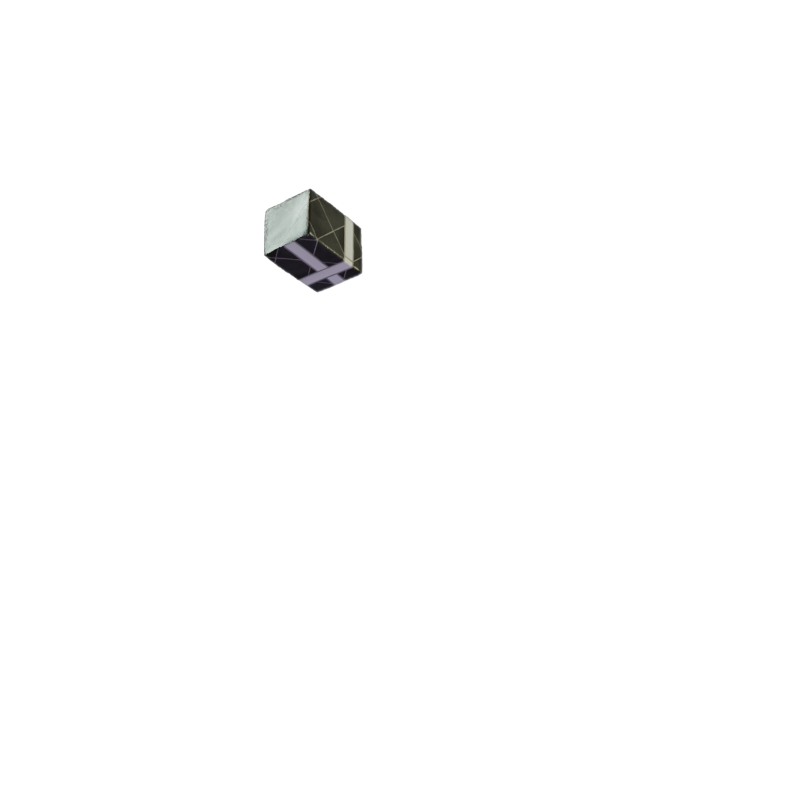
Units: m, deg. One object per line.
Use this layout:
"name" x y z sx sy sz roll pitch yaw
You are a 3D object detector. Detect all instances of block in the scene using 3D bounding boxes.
"block" -0.077 -0.140 0.977 0.053 0.055 0.072 -22 -37 30
